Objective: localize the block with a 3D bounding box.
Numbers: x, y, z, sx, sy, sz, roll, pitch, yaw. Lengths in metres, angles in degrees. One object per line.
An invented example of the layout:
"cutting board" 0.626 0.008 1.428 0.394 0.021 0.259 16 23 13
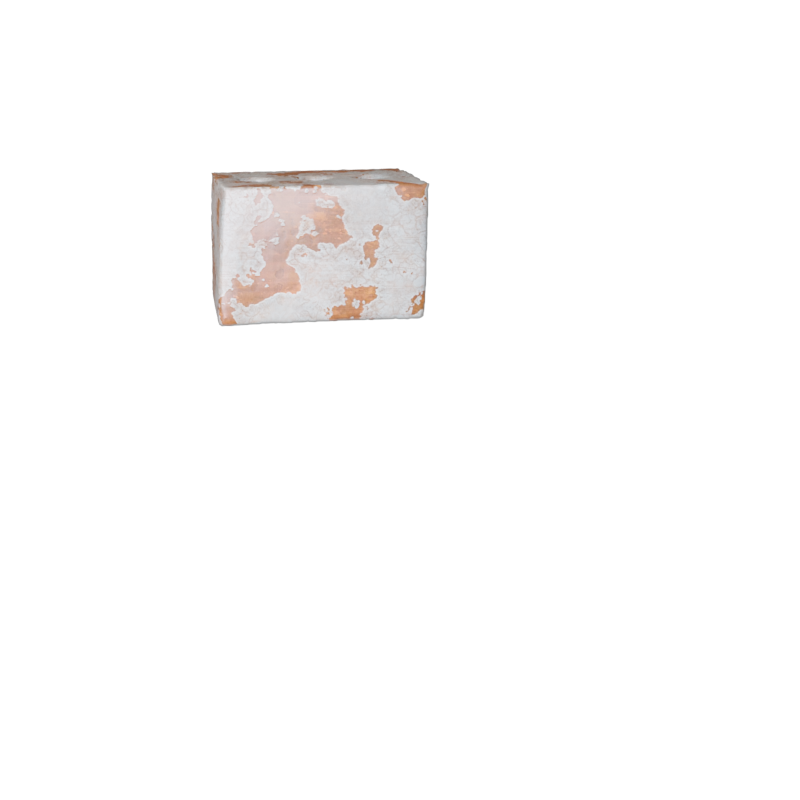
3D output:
"block" -0.033 -0.061 0.426 0.077 0.050 0.055 -3 16 -11
